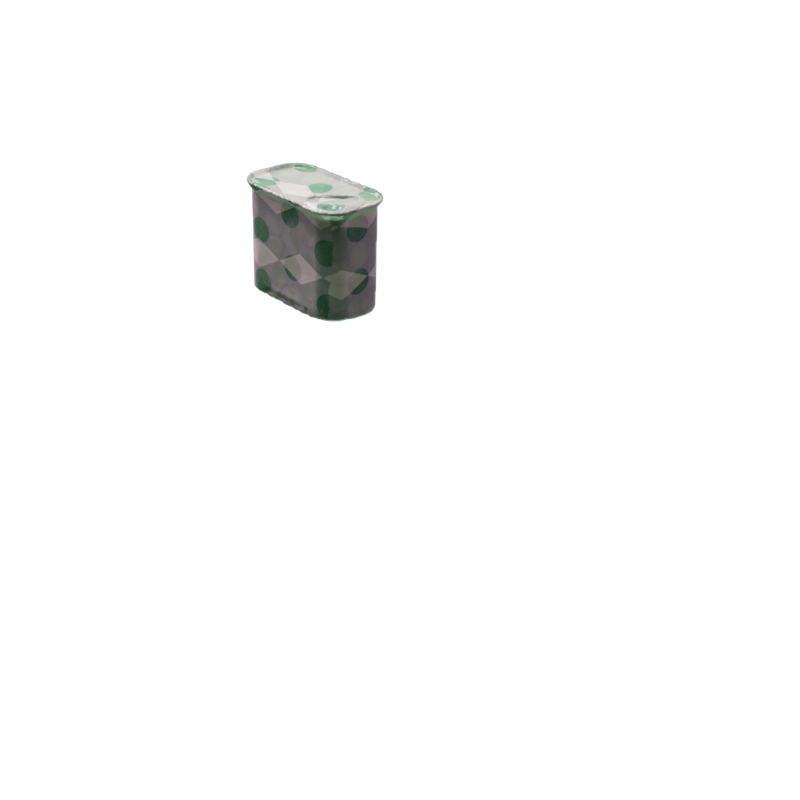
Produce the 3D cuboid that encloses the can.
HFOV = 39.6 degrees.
[{"bbox_3d":[-0.061,-0.111,0.776,0.057,0.079,0.109,-20,34,-37],"label":"can"}]
